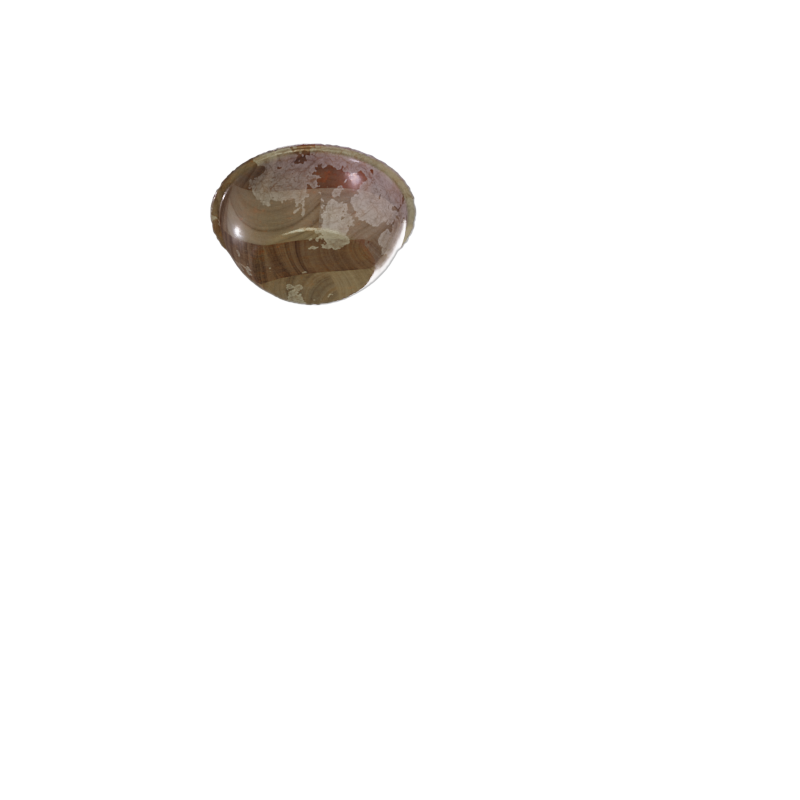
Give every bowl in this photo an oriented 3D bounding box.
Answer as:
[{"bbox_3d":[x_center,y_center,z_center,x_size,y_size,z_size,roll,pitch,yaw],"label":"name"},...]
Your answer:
[{"bbox_3d":[-0.067,-0.122,0.855,0.162,0.059,0.151,1,-36,-2],"label":"bowl"}]
